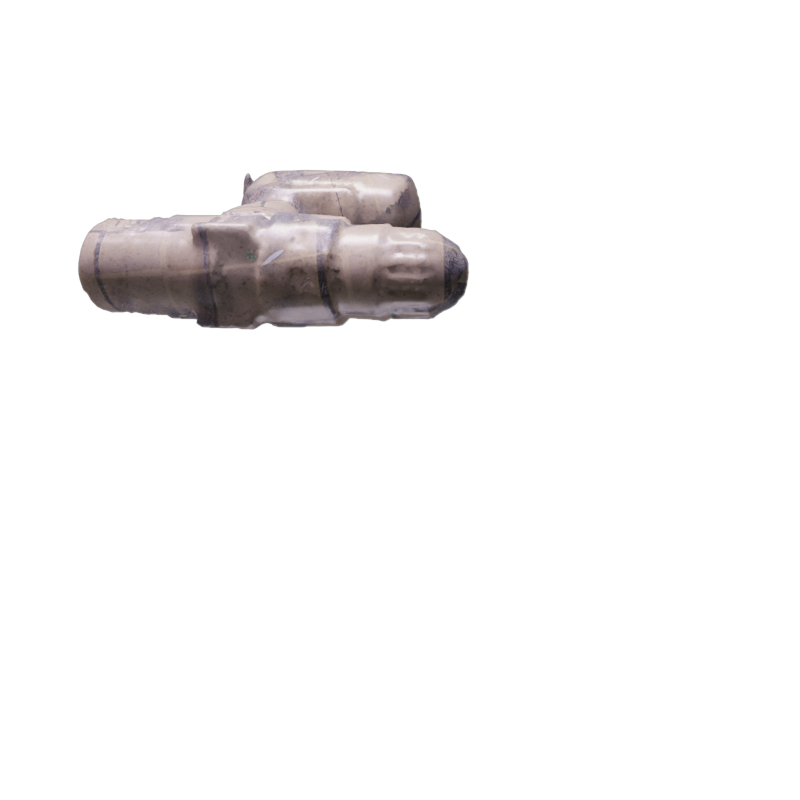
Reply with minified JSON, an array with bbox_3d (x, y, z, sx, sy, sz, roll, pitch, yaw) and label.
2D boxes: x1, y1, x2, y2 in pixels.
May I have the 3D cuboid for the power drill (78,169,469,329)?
[{"bbox_3d":[-0.045,-0.081,0.570,0.189,0.056,0.189,5,17,15],"label":"power drill"}]
